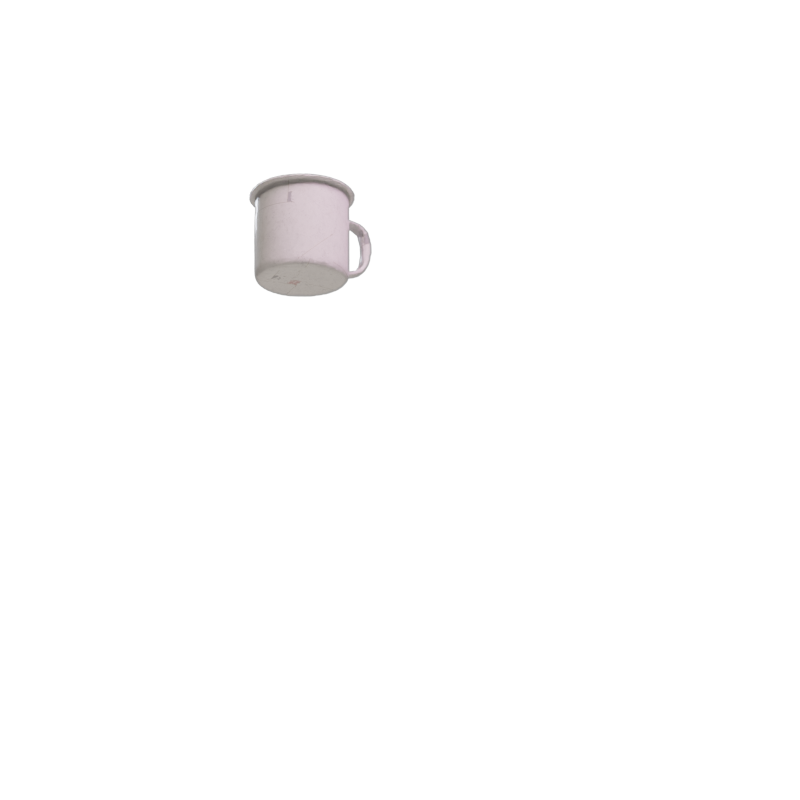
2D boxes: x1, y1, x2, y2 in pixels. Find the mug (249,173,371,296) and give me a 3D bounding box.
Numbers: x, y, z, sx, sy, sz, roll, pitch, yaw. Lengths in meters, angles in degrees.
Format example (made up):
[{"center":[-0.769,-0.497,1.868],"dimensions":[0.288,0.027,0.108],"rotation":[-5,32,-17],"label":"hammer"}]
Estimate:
[{"center":[-0.076,-0.138,0.968],"dimensions":[0.111,0.086,0.093],"rotation":[12,-23,-34],"label":"mug"}]
